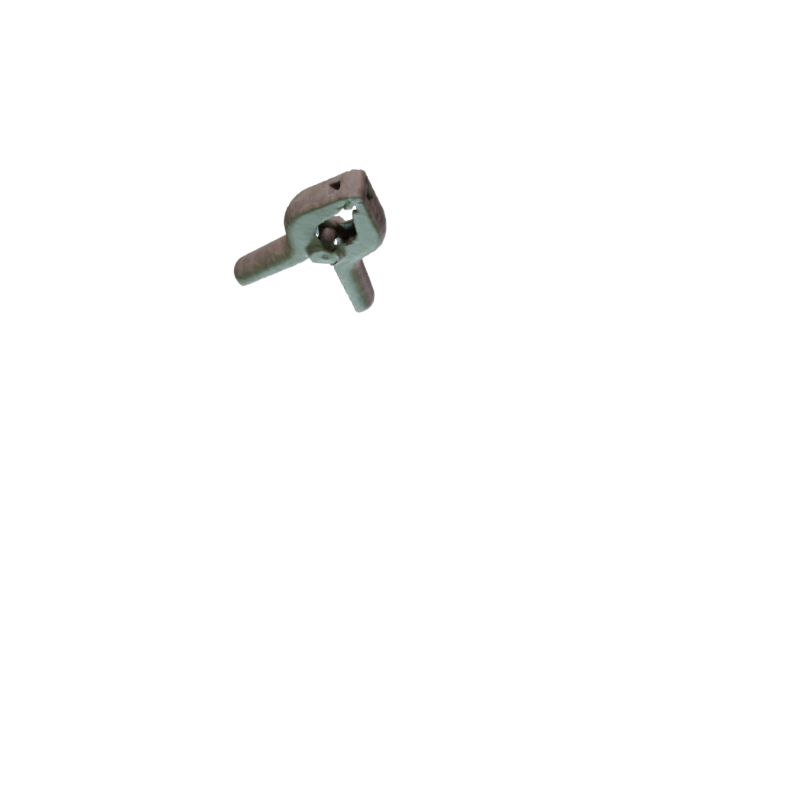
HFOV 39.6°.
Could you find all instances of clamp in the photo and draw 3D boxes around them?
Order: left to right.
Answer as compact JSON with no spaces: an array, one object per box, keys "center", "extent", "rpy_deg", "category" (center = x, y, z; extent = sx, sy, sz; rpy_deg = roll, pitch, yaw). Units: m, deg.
[{"center":[-0.069,-0.125,0.877],"extent":[0.119,0.042,0.162],"rpy_deg":[4,-30,-8],"category":"clamp"}]
